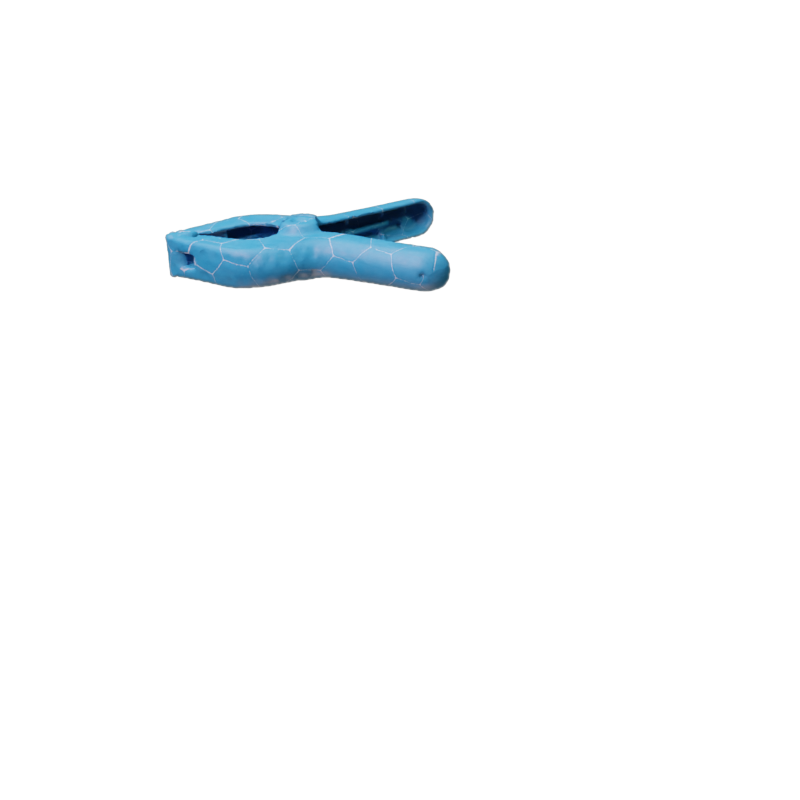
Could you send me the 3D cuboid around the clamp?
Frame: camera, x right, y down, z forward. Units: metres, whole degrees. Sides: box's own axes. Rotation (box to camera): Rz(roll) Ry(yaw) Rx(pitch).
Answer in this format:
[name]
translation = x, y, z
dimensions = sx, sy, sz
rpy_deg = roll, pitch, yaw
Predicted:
[clamp]
translation = -0.053, -0.097, 0.678
dimensions = 0.174, 0.038, 0.123
rpy_deg = 3, 20, 8
